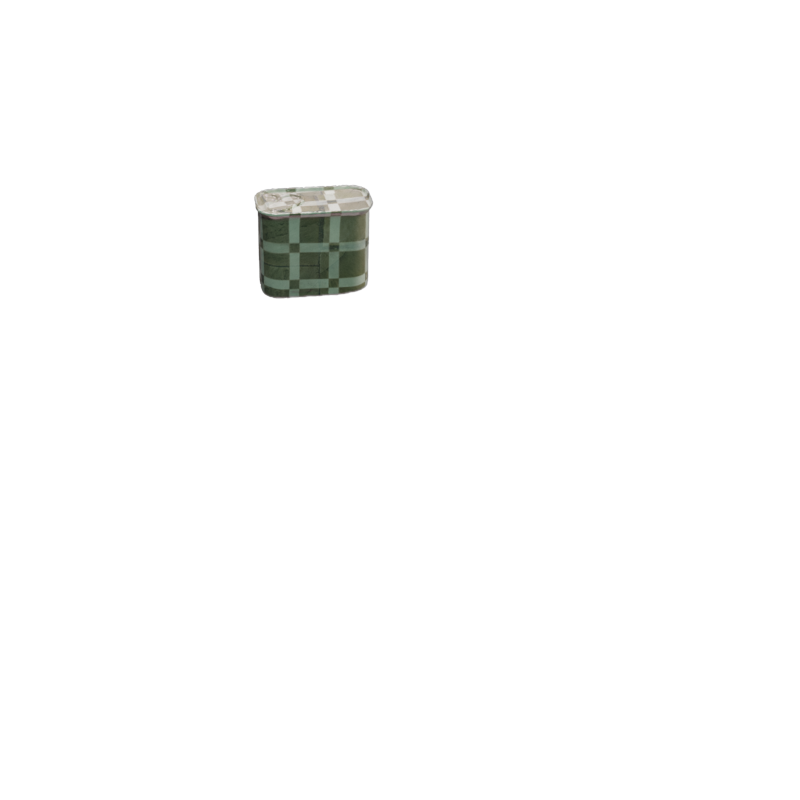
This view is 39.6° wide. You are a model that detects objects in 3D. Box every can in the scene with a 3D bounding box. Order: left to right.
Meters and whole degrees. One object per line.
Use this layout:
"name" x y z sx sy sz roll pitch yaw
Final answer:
"can" -0.077 -0.140 0.982 0.101 0.079 0.061 -4 29 -8
